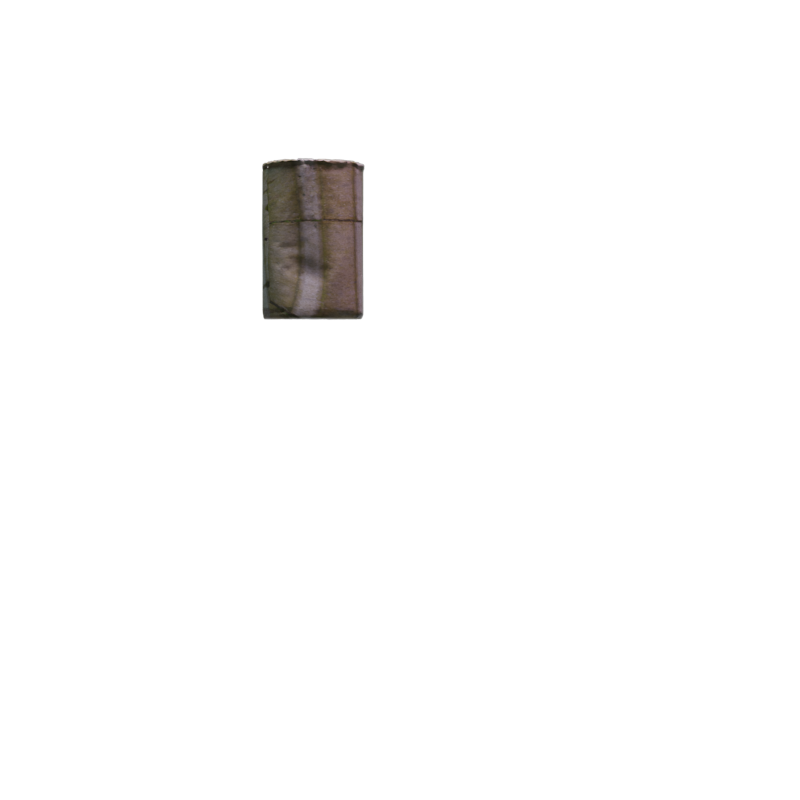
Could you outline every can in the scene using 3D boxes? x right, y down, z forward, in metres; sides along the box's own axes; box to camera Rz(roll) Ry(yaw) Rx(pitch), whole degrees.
[{"bbox_3d":[-0.057,-0.104,0.729,0.068,0.103,0.068,0,-1,-2],"label":"can"}]
